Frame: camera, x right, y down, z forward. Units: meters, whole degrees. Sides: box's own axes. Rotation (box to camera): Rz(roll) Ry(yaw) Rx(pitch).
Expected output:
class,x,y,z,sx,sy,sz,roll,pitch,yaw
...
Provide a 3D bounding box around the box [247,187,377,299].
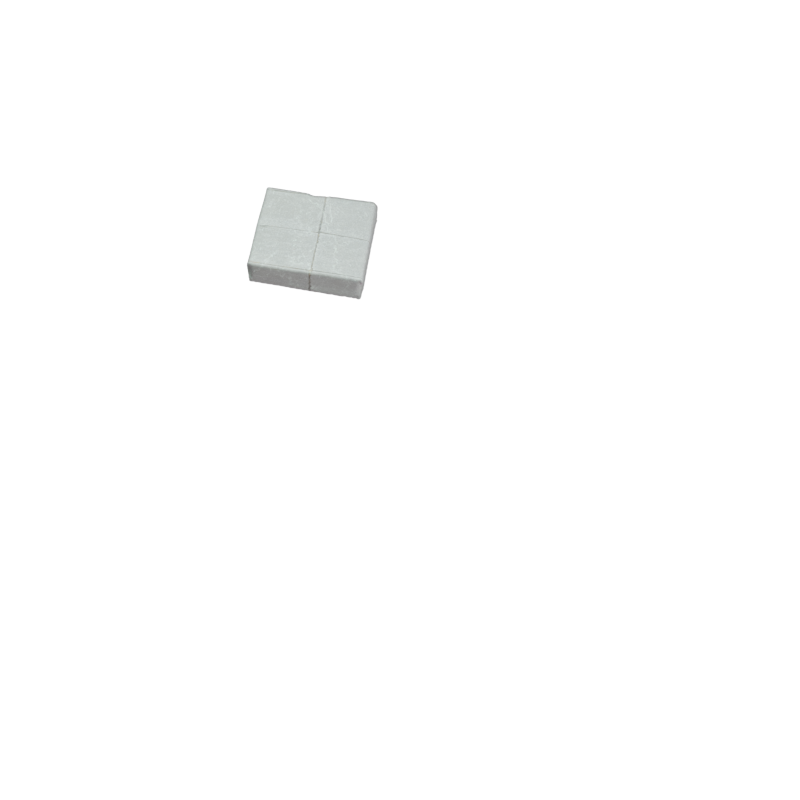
class,x,y,z,sx,sy,sz,roll,pitch,yaw
box,-0.066,-0.121,0.850,0.090,0.077,0.028,8,-31,5
